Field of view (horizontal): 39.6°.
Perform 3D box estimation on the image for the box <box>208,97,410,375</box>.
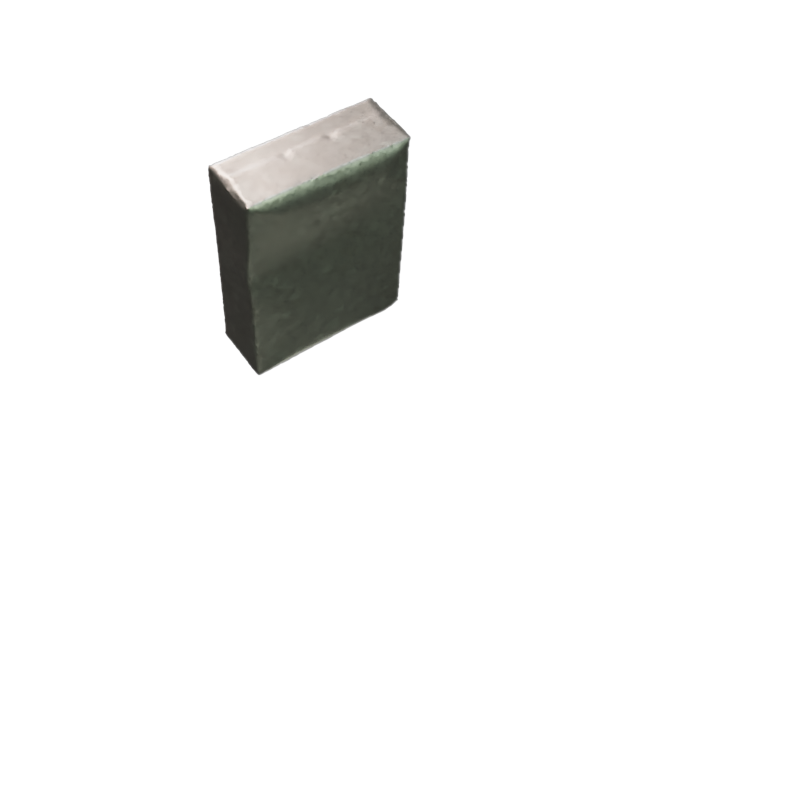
[{"bbox_3d":[-0.077,-0.140,0.982,0.164,0.077,0.199,-28,-32,-23],"label":"box"}]
